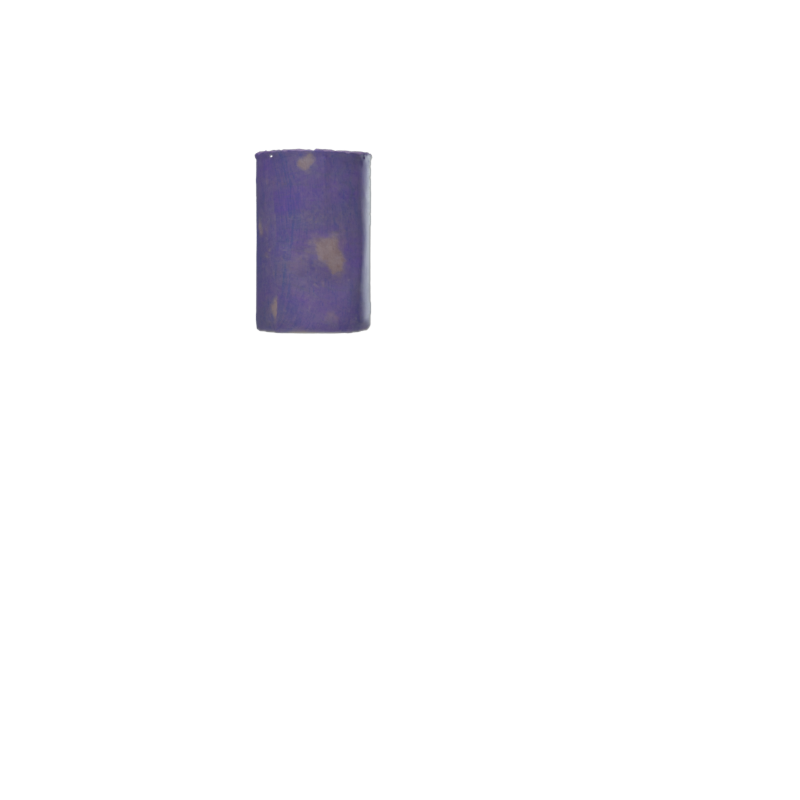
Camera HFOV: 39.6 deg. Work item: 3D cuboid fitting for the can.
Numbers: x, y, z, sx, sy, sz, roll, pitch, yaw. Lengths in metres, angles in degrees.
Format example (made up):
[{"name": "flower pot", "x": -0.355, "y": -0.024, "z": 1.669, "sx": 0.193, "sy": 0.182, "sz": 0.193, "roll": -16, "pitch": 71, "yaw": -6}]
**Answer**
[{"name": "can", "x": -0.050, "y": -0.091, "z": 0.641, "sx": 0.068, "sy": 0.102, "sz": 0.069, "roll": 0, "pitch": 2, "yaw": -2}]
